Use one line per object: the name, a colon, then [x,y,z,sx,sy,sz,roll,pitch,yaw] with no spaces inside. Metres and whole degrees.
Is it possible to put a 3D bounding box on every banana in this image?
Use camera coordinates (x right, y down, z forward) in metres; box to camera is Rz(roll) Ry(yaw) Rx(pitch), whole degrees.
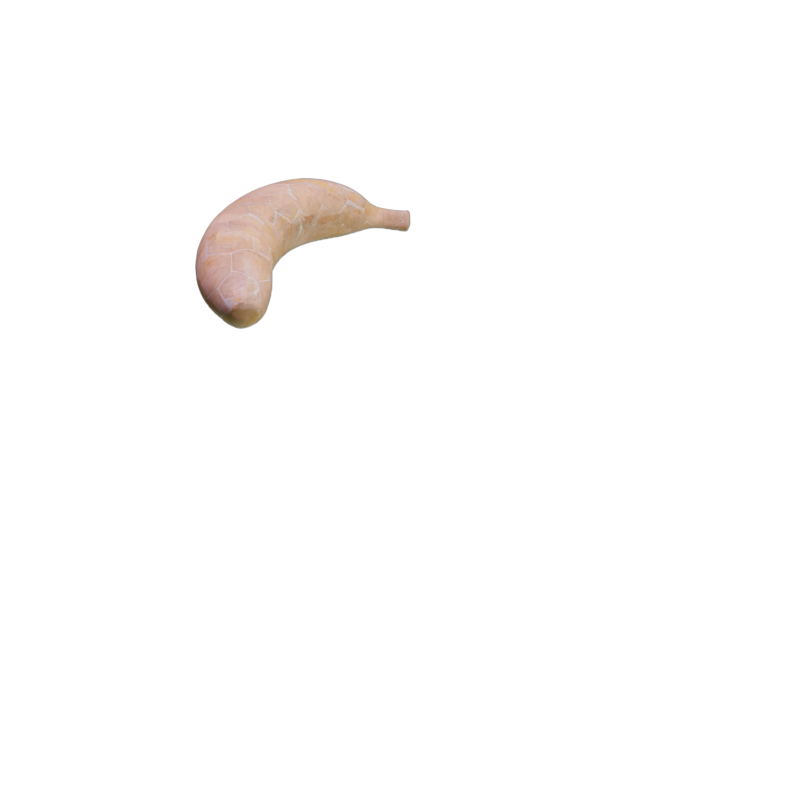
banana: [-0.058,-0.082,0.551,0.072,0.035,0.200,9,25,19]
